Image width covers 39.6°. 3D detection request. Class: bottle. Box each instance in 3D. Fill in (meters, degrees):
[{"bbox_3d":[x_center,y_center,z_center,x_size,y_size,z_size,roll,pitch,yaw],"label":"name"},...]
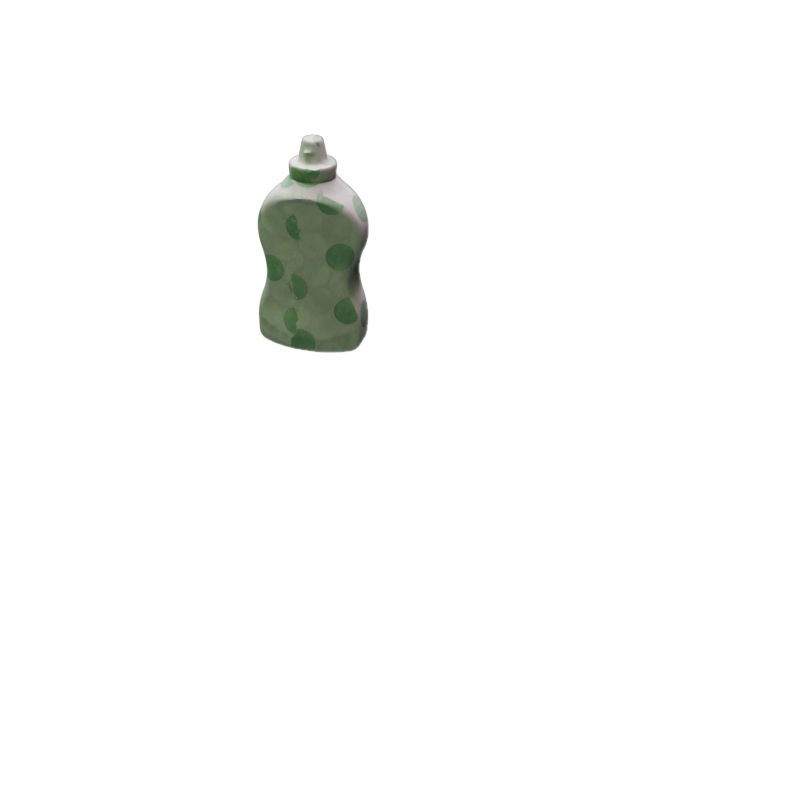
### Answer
[{"bbox_3d":[-0.076,-0.138,0.966,0.099,0.182,0.060,10,27,16],"label":"bottle"}]
